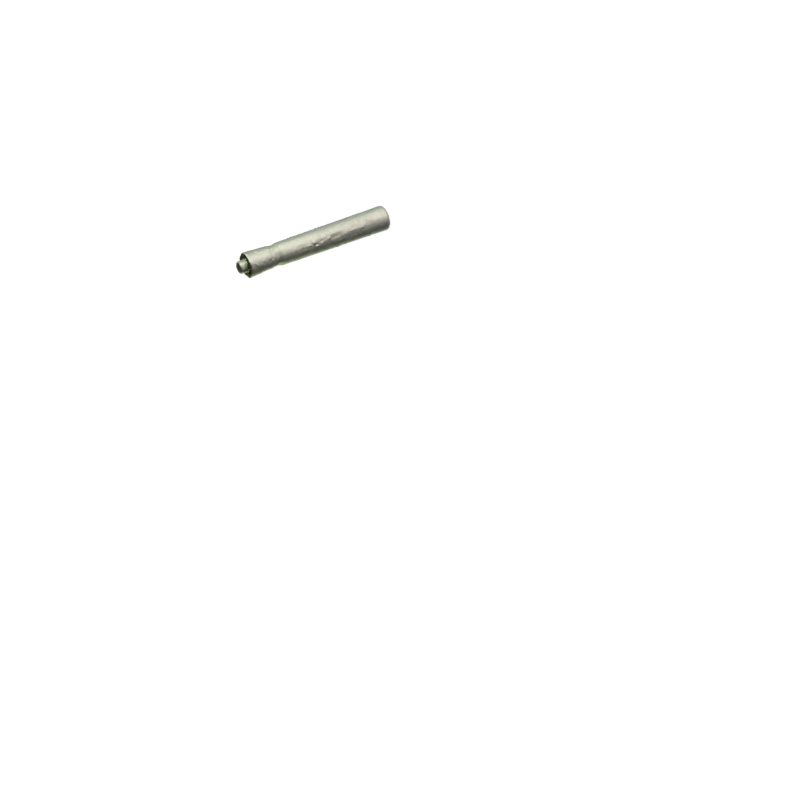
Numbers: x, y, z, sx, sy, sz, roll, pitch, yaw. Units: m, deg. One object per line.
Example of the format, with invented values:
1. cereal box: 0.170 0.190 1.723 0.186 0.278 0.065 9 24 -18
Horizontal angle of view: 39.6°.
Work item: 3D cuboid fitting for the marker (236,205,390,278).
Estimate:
1. marker: -0.062 -0.113 0.795 0.120 0.019 0.020 -23 14 -24
